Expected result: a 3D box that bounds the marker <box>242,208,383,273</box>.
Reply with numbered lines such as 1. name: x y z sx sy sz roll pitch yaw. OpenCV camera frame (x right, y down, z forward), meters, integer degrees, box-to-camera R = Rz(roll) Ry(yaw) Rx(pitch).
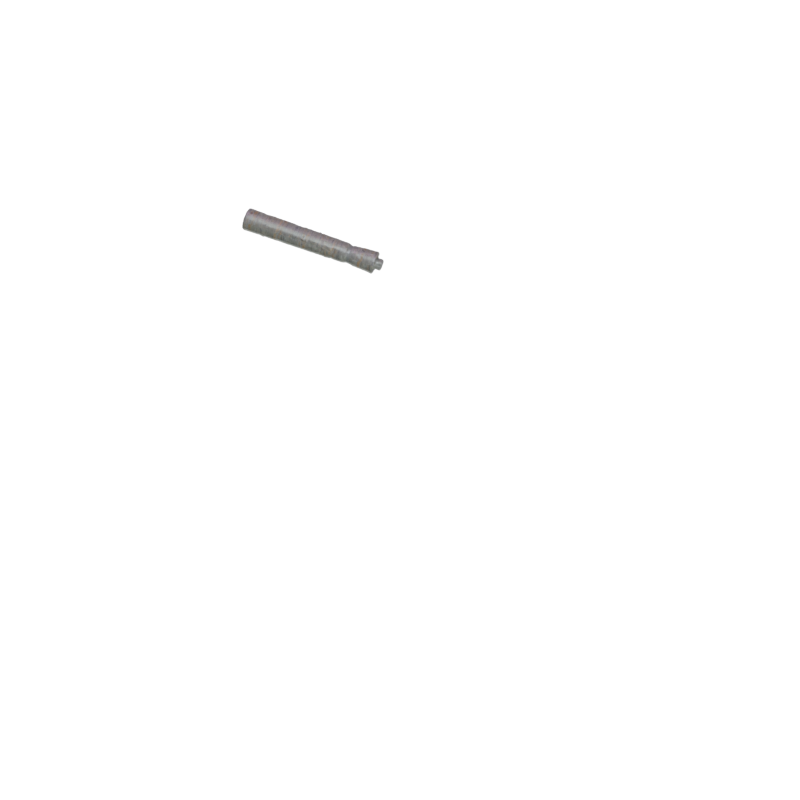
1. marker: -0.072 -0.132 0.921 0.123 0.020 0.020 20 6 9
